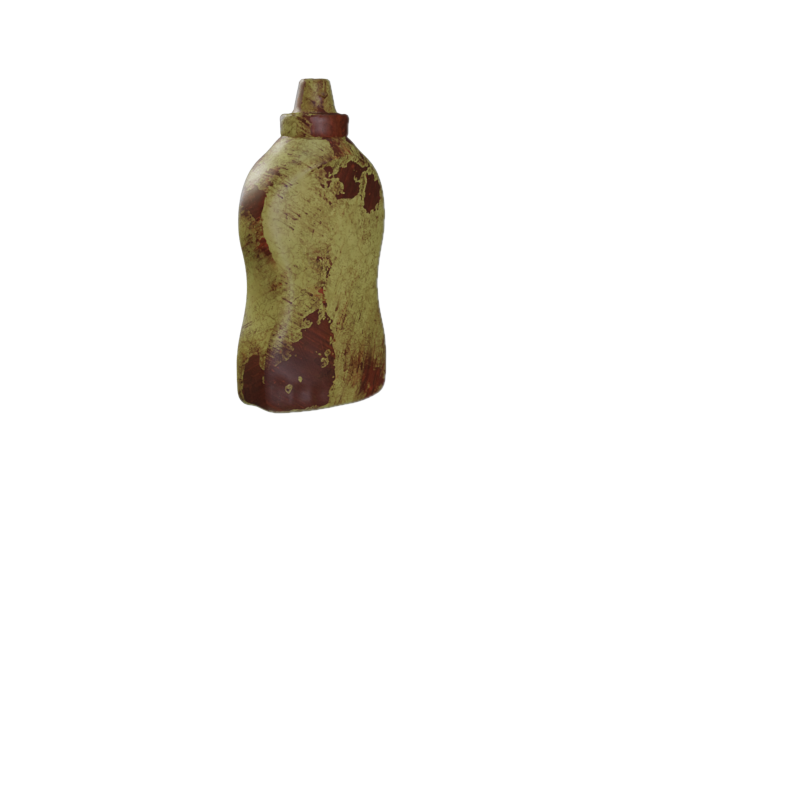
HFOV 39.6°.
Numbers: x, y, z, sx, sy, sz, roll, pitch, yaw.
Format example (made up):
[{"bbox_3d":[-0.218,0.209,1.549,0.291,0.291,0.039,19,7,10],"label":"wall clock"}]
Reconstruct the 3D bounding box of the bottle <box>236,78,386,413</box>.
[{"bbox_3d":[-0.051,-0.094,0.659,0.093,0.189,0.061,-6,9,-39],"label":"bottle"}]
